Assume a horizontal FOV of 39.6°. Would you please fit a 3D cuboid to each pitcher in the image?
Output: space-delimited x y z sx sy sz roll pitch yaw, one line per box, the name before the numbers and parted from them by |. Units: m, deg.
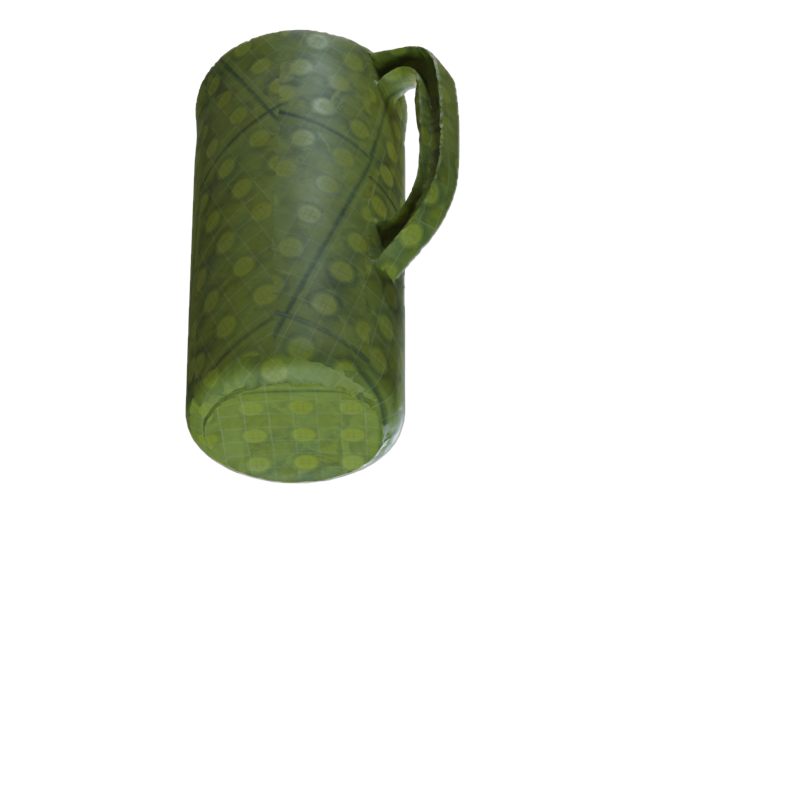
pitcher | -0.048 -0.087 0.612 0.143 0.261 0.140 5 -40 -9
